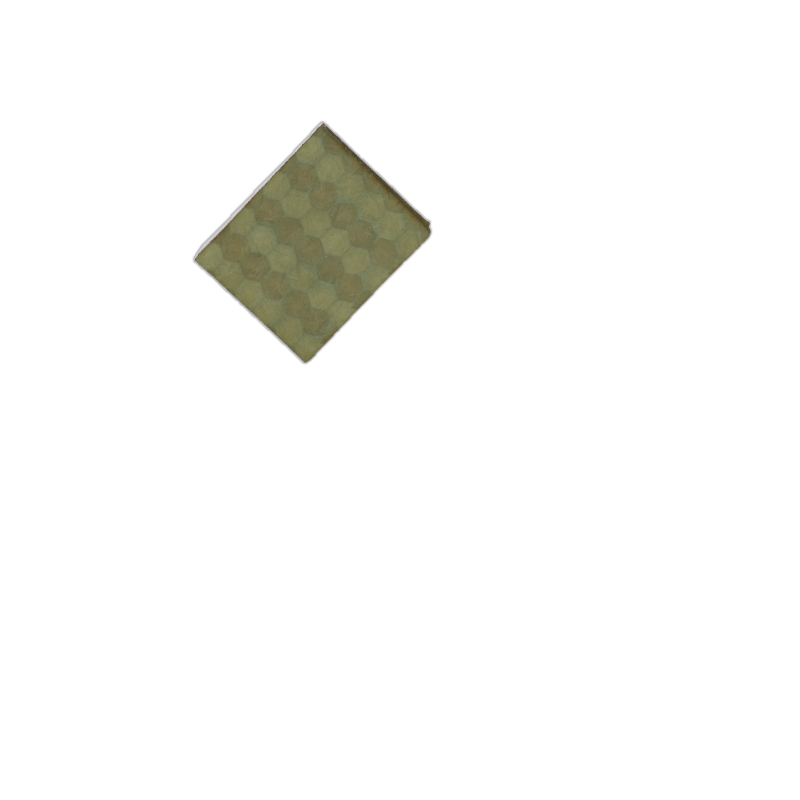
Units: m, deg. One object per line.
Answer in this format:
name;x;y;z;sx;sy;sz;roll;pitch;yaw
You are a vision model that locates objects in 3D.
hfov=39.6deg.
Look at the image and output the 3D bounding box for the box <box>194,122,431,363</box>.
box;-0.041;-0.075;0.525;0.072;0.089;0.031;43;6;-7
